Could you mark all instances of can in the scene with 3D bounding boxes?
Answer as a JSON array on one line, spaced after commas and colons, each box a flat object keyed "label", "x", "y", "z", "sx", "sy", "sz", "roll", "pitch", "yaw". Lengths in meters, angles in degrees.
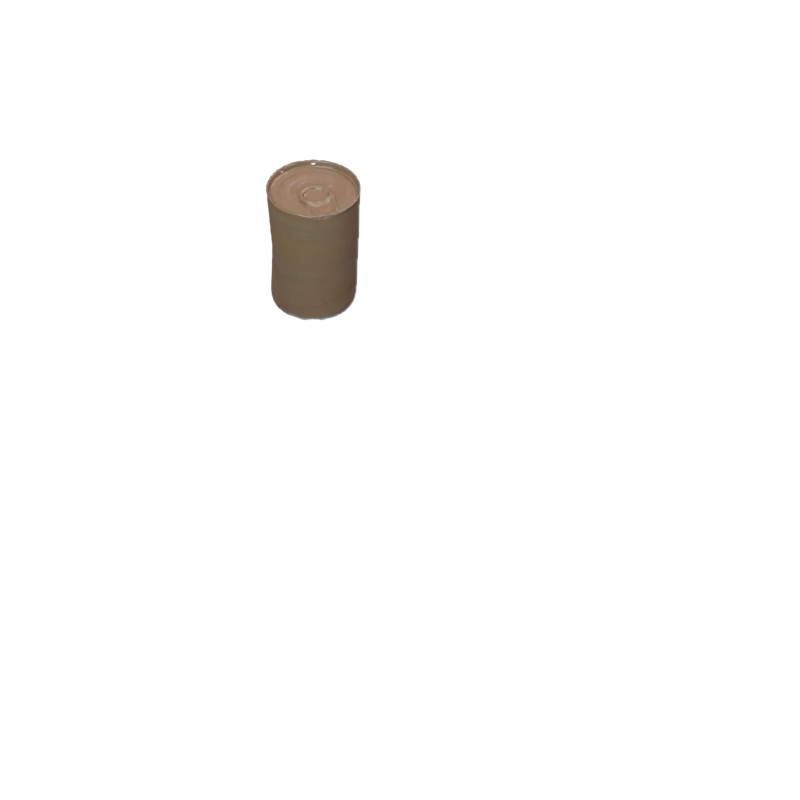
[{"label": "can", "x": -0.064, "y": -0.117, "z": 0.823, "sx": 0.068, "sy": 0.095, "sz": 0.074, "roll": 0, "pitch": 43, "yaw": -3}]
